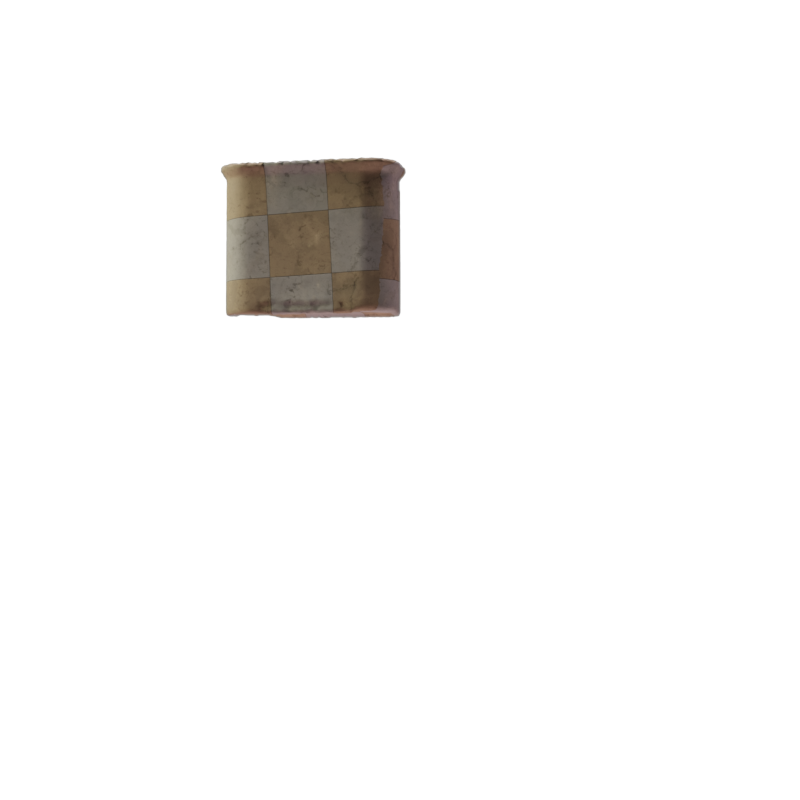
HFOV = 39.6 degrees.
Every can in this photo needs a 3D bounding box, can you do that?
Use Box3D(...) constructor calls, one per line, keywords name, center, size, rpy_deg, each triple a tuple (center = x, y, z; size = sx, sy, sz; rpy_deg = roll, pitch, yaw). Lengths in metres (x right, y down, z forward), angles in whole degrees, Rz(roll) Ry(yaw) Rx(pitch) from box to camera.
Box3D(name="can", center=(-0.049, -0.089, 0.623), size=(0.104, 0.085, 0.056), rpy_deg=(-1, -4, 13))
